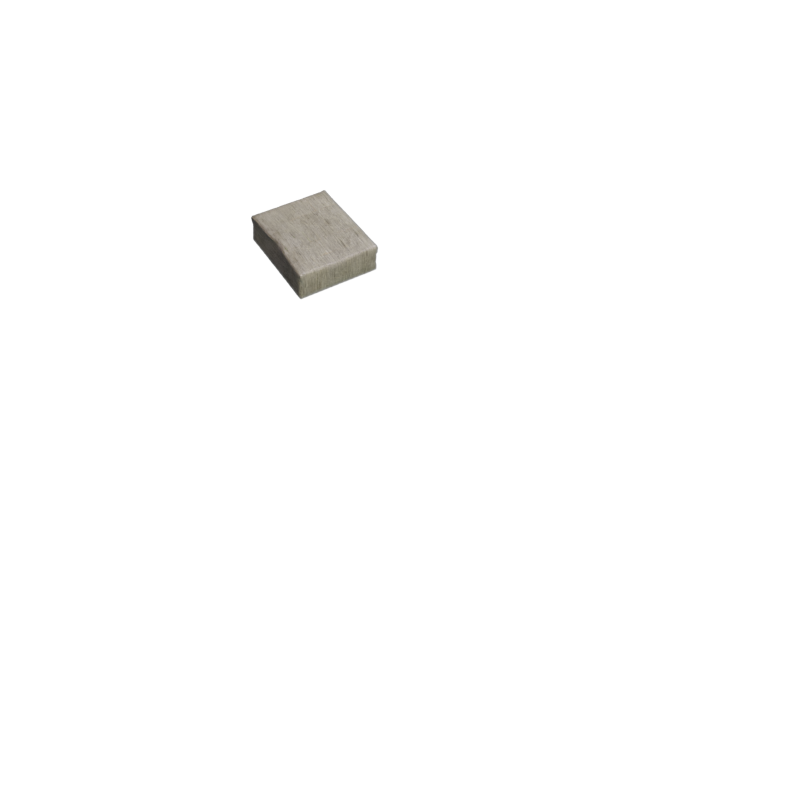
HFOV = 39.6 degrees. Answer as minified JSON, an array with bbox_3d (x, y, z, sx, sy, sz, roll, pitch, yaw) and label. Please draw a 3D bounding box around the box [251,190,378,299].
[{"bbox_3d":[-0.072,-0.132,0.924,0.072,0.028,0.096,-23,50,-21],"label":"box"}]
